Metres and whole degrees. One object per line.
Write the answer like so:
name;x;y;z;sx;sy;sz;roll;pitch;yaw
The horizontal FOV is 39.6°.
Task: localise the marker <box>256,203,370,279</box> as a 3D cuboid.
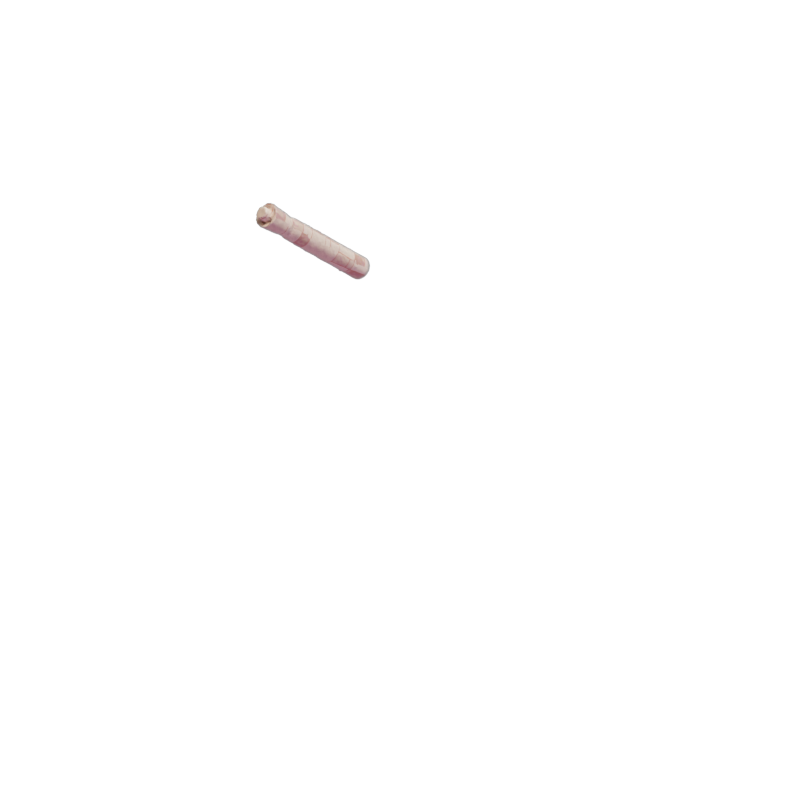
marker;-0.064;-0.118;0.823;0.021;0.020;0.113;3;-13;39
